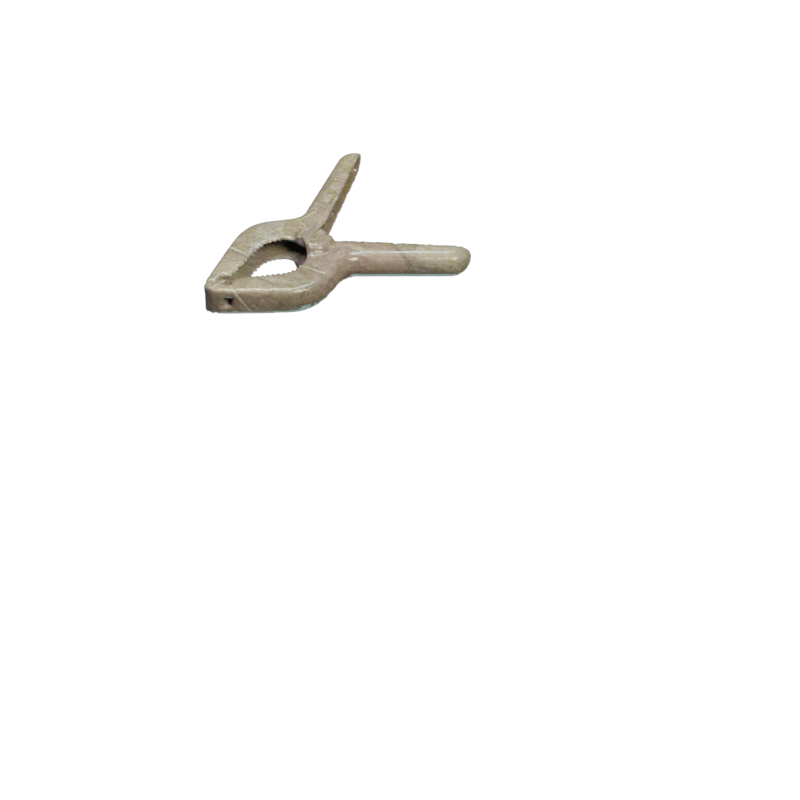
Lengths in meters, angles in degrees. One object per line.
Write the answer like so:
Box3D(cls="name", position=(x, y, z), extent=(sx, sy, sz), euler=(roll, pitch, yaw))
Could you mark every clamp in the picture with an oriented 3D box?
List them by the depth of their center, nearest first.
Box3D(cls="clamp", position=(-0.071, -0.130, 0.911), extent=(0.208, 0.034, 0.178), euler=(-22, 50, -20))
